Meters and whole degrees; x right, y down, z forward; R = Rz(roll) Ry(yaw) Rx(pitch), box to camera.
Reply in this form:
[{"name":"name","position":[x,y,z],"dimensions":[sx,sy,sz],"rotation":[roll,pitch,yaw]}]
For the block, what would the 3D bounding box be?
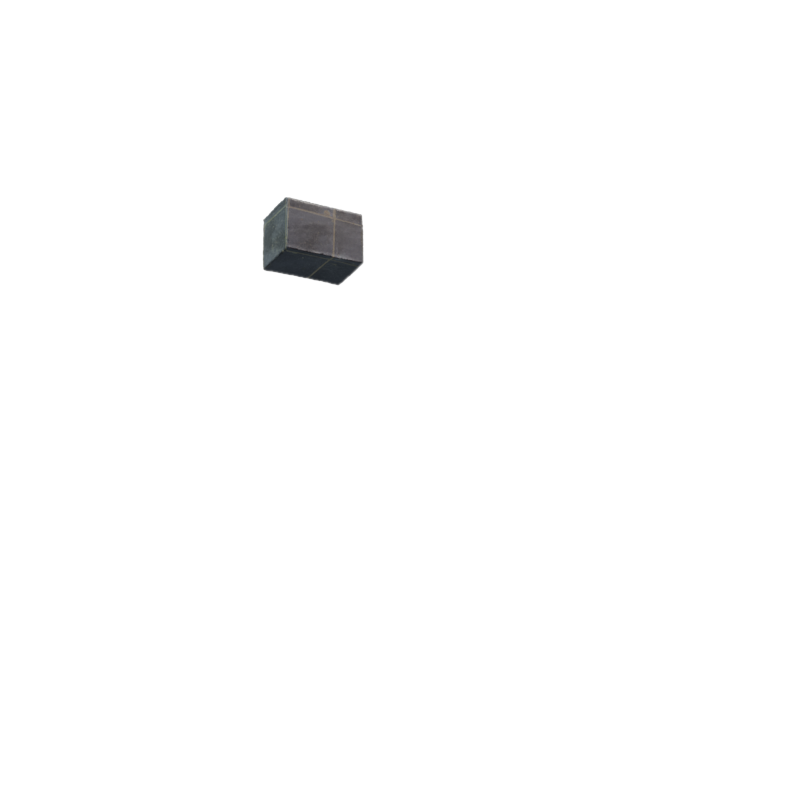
[{"name":"block","position":[-0.078,-0.142,0.994],"dimensions":[0.075,0.054,0.052],"rotation":[11,-26,-26]}]
